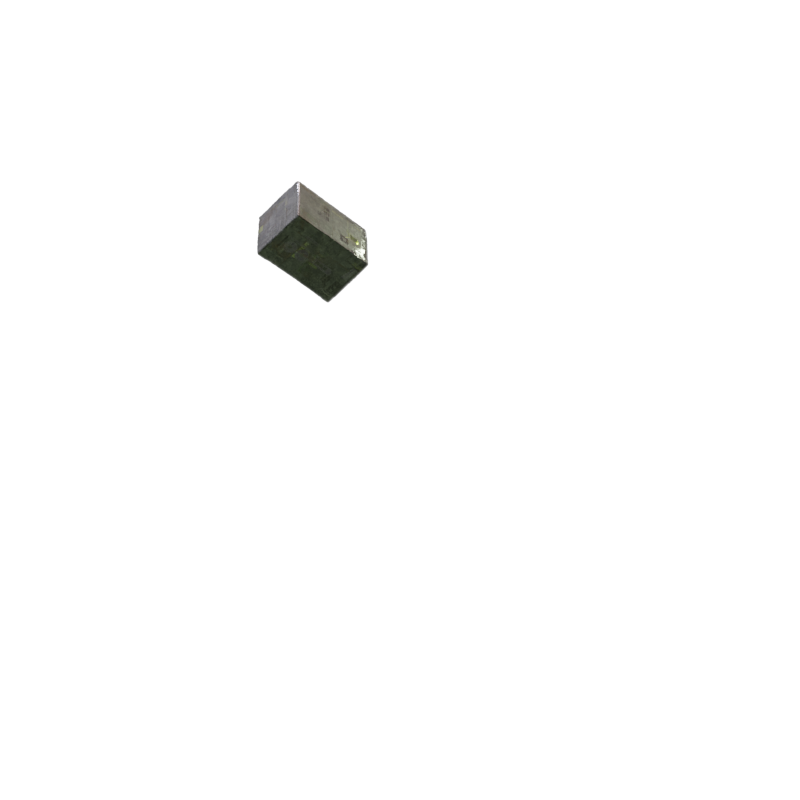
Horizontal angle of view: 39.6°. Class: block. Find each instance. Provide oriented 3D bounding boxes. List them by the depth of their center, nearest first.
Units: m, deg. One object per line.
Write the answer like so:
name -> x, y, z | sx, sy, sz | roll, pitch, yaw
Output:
block -> -0.071, -0.130, 0.910 | 0.074, 0.055, 0.052 | 35, -60, -26
